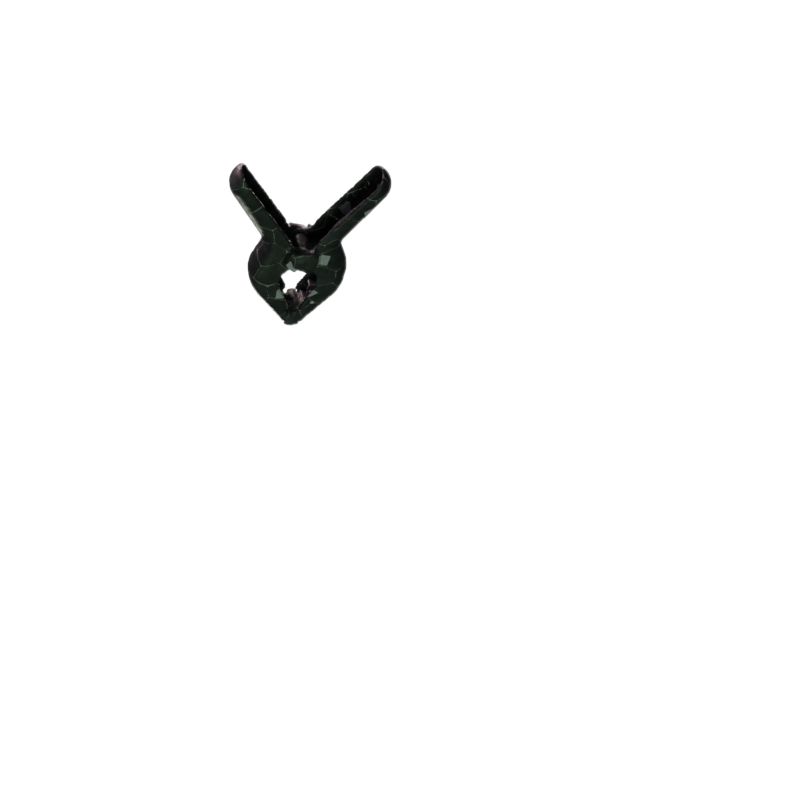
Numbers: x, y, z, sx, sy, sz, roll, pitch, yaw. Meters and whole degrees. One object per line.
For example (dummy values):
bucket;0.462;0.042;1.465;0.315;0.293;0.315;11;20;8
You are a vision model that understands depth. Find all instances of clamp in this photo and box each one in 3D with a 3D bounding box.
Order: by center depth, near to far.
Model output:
clamp;-0.068;-0.124;0.871;0.120;0.042;0.160;0;-36;-1
